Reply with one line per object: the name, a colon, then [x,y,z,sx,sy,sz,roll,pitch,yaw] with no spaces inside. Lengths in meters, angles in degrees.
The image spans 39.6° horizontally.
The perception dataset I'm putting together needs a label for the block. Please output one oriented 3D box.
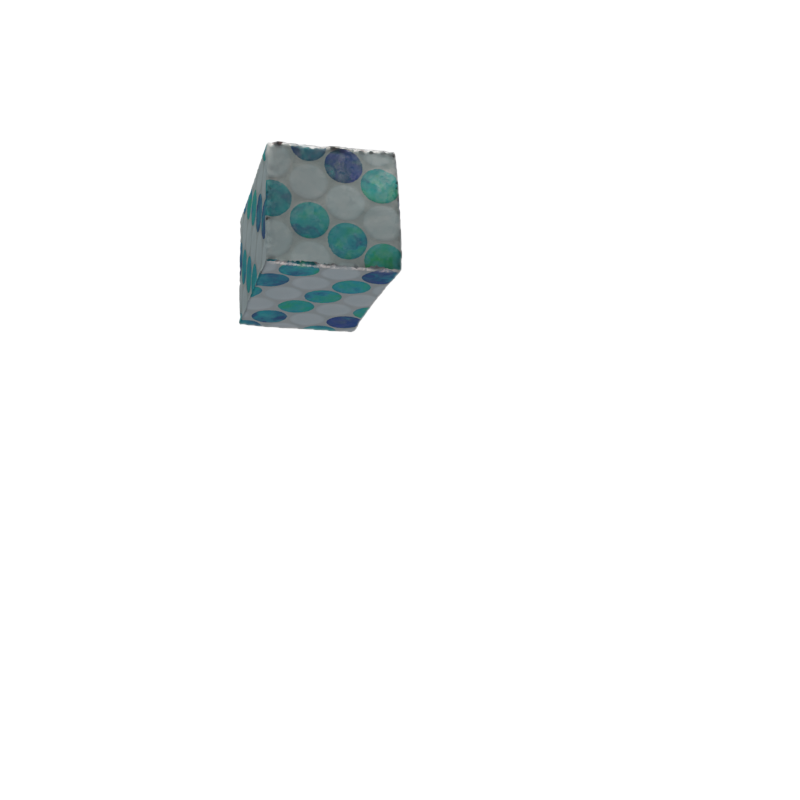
block: [-0.035,-0.064,0.450,0.052,0.054,0.076,4,-17,-15]
